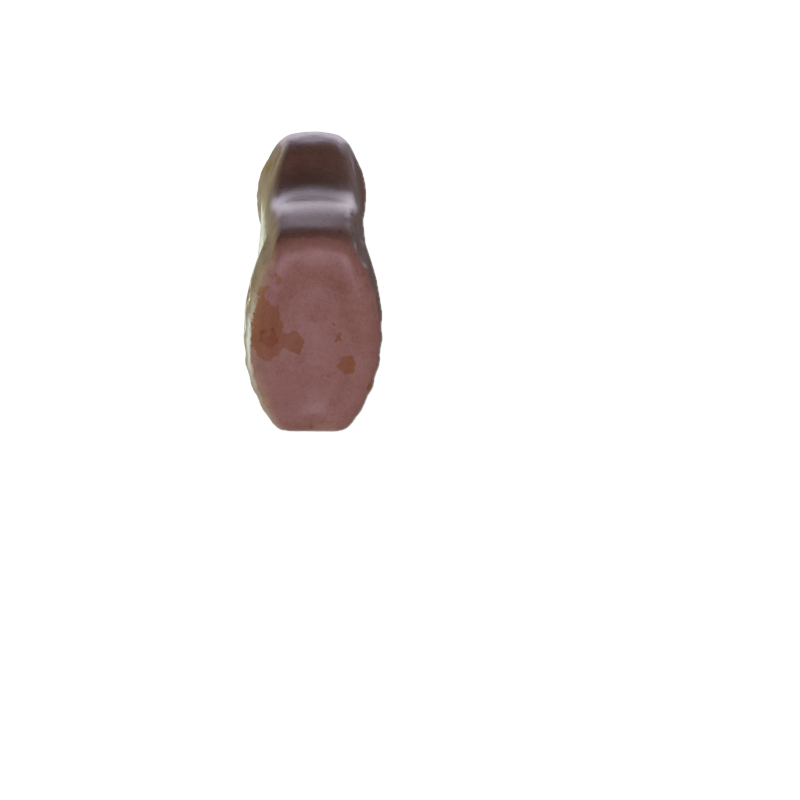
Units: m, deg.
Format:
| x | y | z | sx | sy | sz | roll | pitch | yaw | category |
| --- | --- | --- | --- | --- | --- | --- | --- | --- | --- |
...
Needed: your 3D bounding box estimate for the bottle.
| x | y | z | sx | sy | sz | roll | pitch | yaw | category |
| --- | --- | --- | --- | --- | --- | --- | --- | --- | --- |
| -0.043 | -0.077 | 0.538 | 0.058 | 0.090 | 0.204 | -1 | 32 | -3 | bottle |
